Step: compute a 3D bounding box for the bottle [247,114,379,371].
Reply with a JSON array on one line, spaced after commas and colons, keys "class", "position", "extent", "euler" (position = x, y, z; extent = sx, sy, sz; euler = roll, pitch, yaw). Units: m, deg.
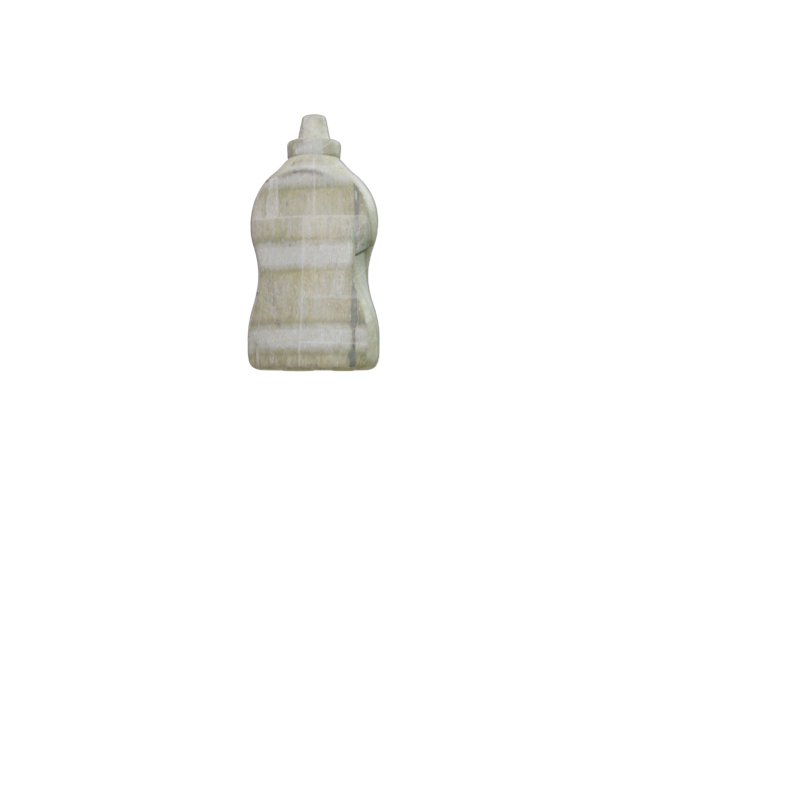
[{"class": "bottle", "position": [-0.065, -0.118, 0.828], "extent": [0.098, 0.195, 0.056], "euler": [-3, -7, 21]}]
